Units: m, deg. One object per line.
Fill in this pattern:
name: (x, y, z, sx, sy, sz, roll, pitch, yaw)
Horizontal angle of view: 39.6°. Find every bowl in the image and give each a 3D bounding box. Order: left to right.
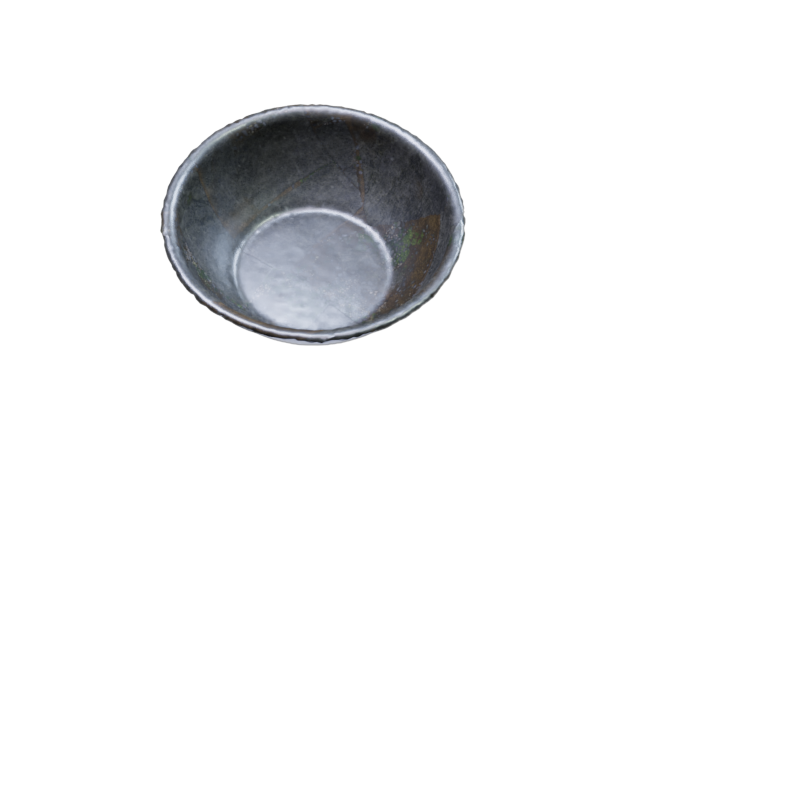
bowl: (-0.048, -0.087, 0.609, 0.162, 0.173, 0.051, -1, -34, -1)
